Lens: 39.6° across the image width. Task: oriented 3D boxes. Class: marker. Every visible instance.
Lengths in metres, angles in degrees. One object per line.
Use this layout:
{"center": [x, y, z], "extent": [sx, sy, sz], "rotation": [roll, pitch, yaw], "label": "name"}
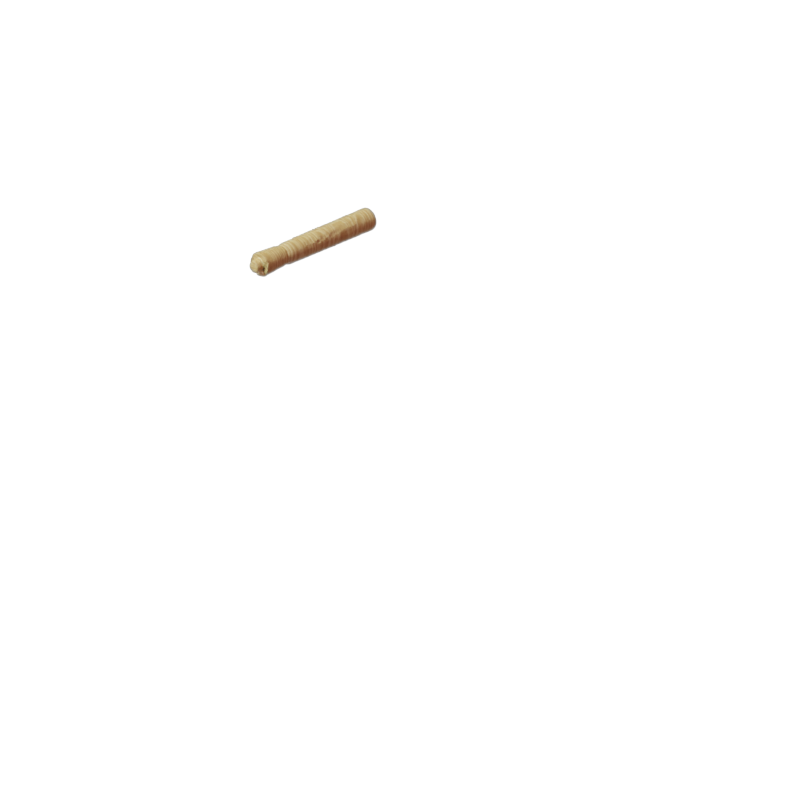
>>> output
{"center": [-0.065, -0.119, 0.836], "extent": [0.021, 0.019, 0.120], "rotation": [4, 26, 46], "label": "marker"}
